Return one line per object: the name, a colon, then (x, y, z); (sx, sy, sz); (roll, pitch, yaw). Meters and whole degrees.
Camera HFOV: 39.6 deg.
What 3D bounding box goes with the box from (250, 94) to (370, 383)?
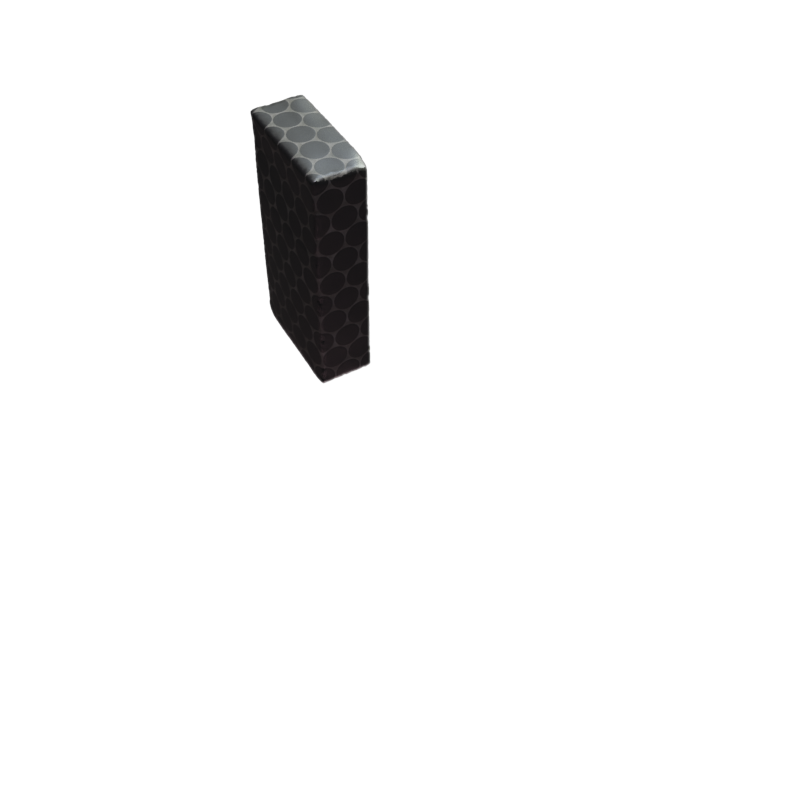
box: (-0.058, -0.107, 0.747); (0.047, 0.164, 0.101); (-18, 48, -22)
